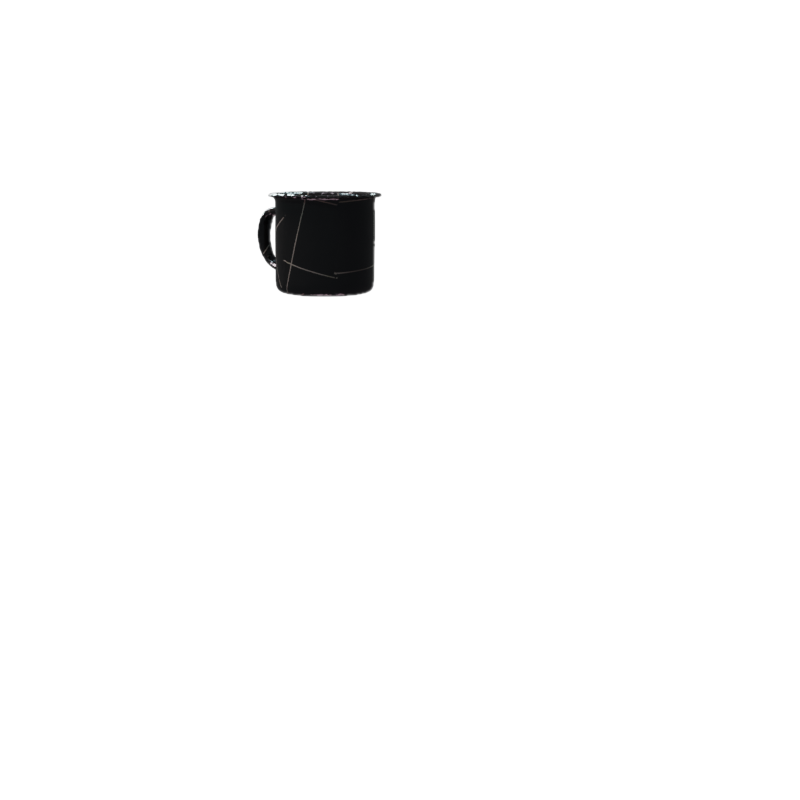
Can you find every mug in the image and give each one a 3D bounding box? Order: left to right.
[{"bbox_3d":[-0.072,-0.131,0.920,0.122,0.080,0.091,7,12,34],"label":"mug"}]
